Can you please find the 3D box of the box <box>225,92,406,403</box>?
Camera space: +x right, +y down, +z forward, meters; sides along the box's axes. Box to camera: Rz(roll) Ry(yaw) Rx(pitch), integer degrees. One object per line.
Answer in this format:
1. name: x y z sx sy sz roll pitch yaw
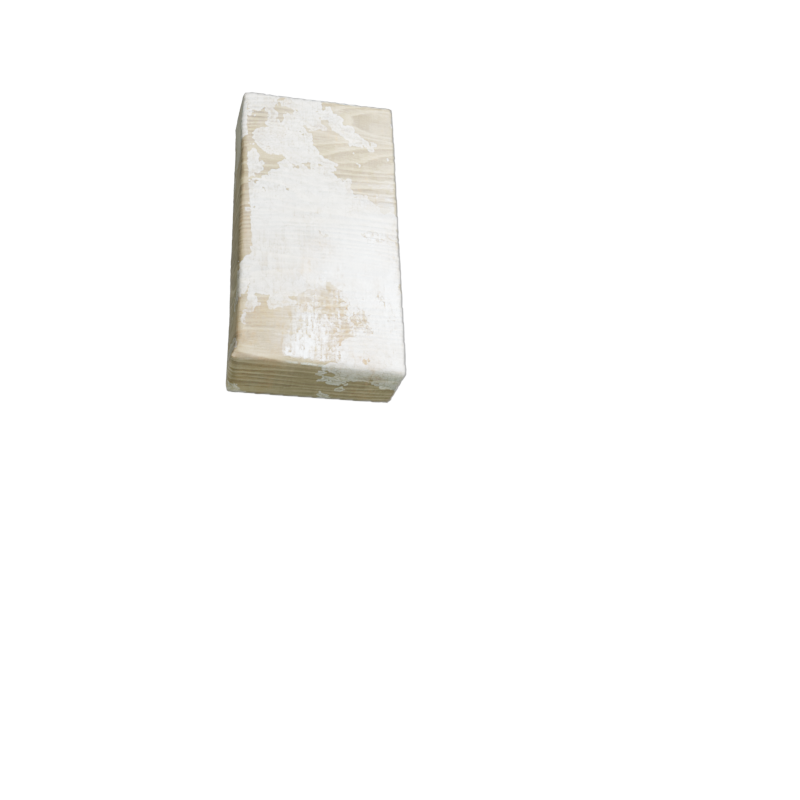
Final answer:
1. box: -0.049 -0.090 0.628 0.092 0.188 0.046 4 -32 -11
